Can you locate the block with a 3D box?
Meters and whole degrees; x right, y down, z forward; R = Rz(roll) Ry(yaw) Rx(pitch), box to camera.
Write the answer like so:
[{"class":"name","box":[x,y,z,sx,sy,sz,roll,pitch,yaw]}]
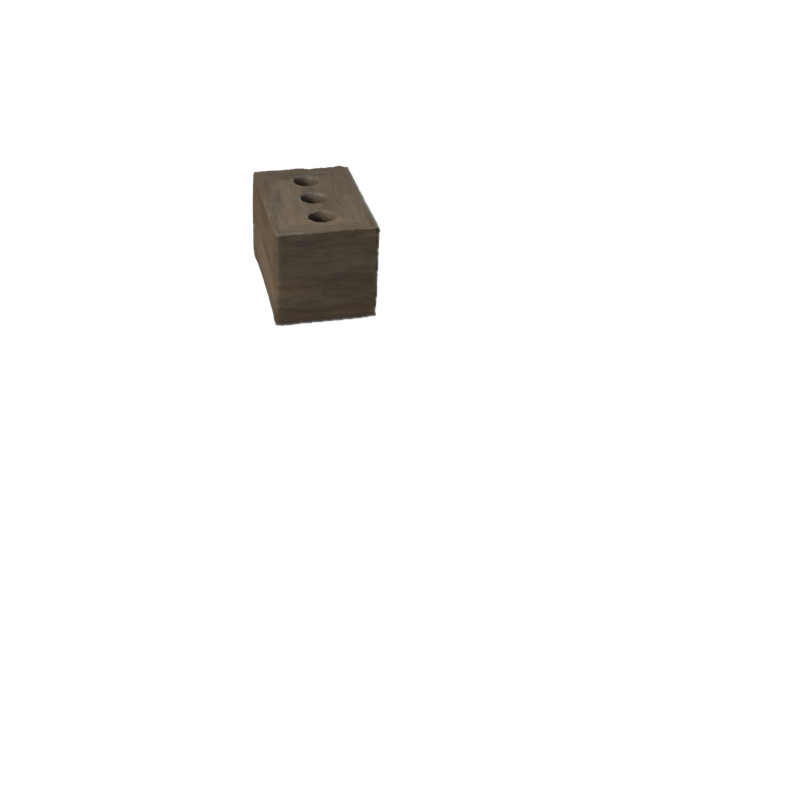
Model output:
[{"class":"block","box":[-0.044,-0.081,0.564,0.052,0.048,0.084,-6,33,-12]}]
